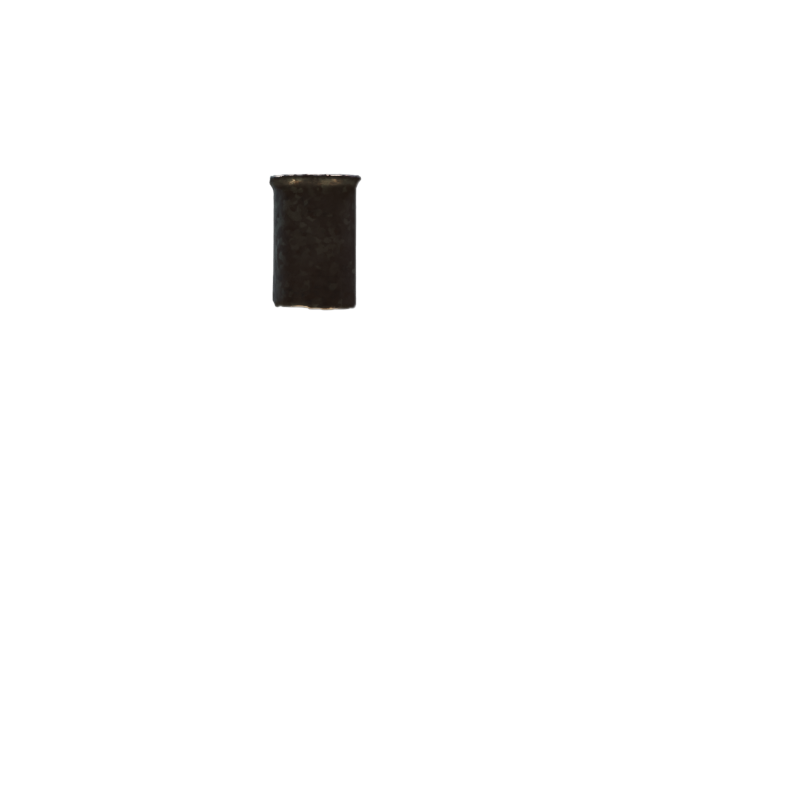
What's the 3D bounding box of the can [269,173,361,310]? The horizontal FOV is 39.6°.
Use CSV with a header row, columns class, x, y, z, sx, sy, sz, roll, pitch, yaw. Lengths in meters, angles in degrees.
class,x,y,z,sx,sy,sz,roll,pitch,yaw
can,-0.057,-0.104,0.727,0.057,0.083,0.103,0,5,-6
